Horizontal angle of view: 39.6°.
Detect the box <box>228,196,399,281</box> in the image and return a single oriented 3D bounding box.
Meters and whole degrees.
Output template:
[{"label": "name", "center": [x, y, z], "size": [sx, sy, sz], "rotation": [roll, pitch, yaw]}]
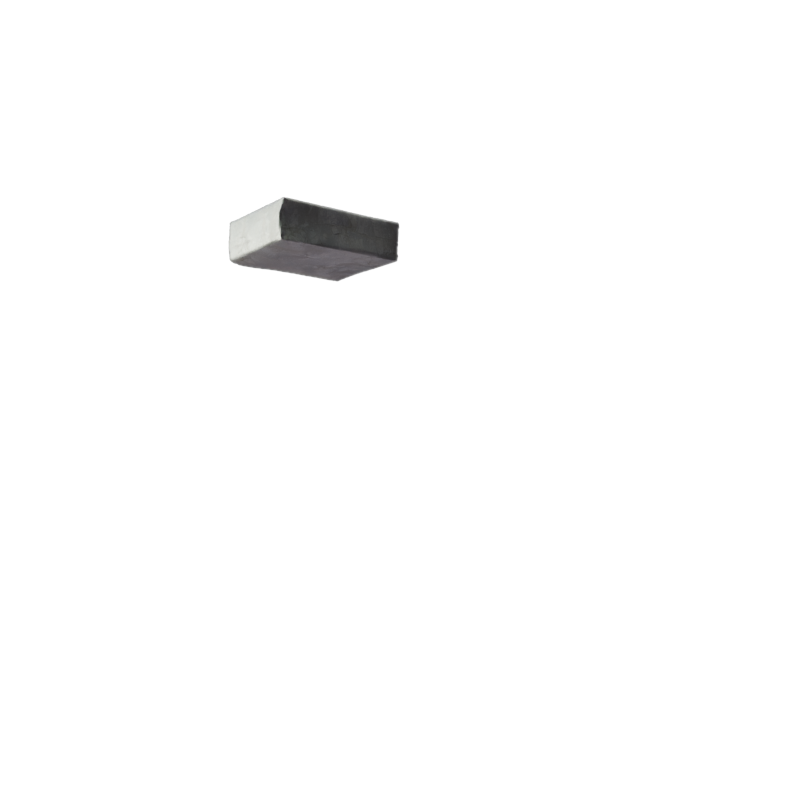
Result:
[{"label": "box", "center": [-0.071, -0.129, 0.906], "size": [0.109, 0.040, 0.091], "rotation": [5, -10, -33]}]
